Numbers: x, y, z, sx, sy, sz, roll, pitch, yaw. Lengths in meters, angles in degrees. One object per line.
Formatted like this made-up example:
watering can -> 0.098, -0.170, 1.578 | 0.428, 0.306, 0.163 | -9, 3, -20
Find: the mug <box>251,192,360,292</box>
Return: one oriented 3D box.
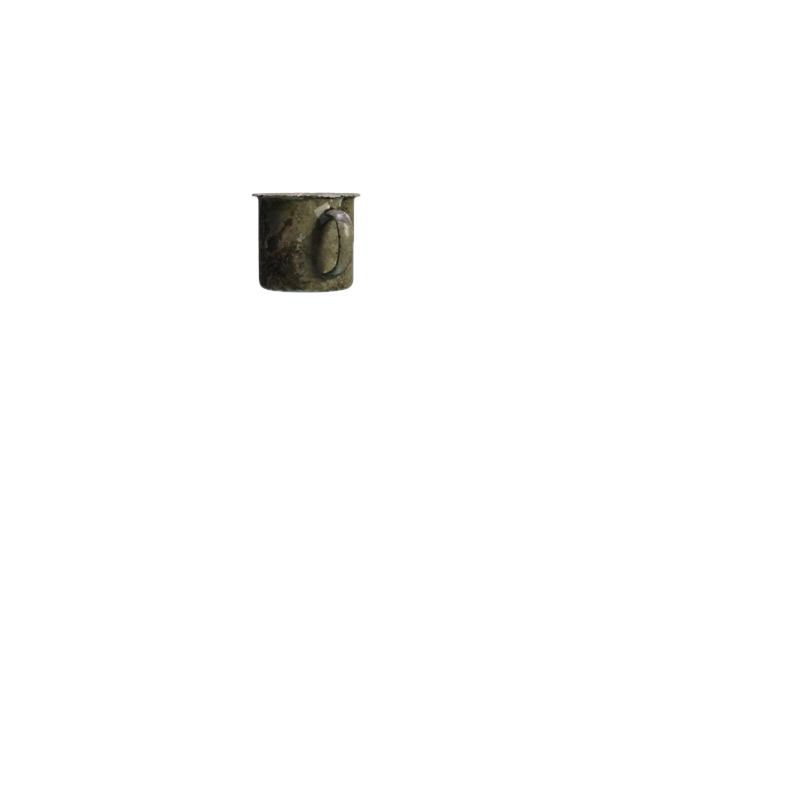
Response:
mug -> -0.073, -0.134, 0.938 | 0.090, 0.080, 0.123 | -5, 11, -34
